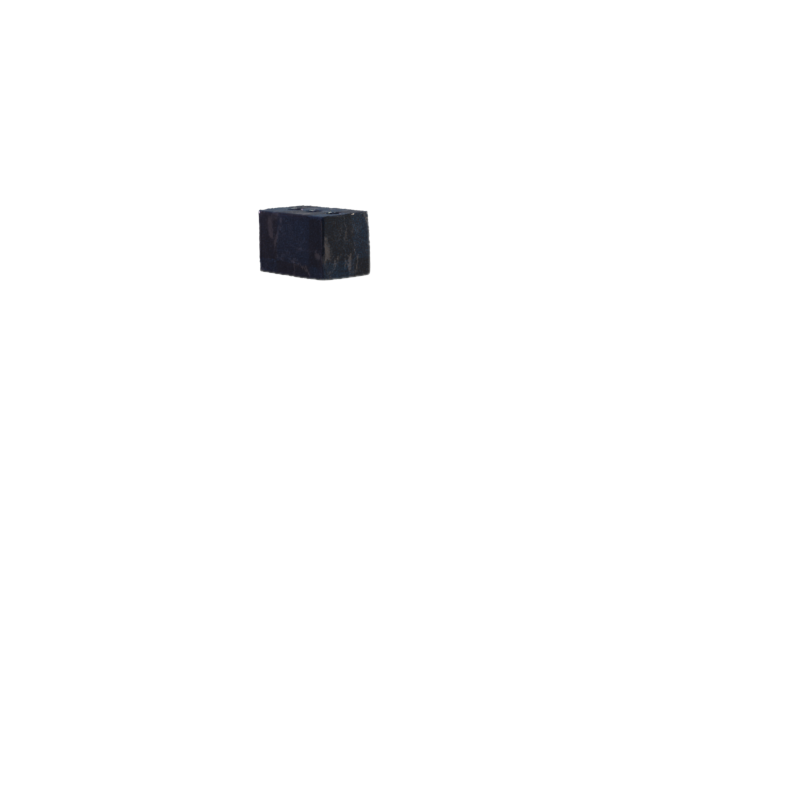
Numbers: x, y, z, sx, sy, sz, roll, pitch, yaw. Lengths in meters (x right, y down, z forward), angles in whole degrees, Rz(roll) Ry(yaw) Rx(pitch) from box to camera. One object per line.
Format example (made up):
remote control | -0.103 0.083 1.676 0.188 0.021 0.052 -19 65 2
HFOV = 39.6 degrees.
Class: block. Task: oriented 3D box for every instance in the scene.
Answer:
block | -0.069 -0.126 0.885 0.082 0.050 0.051 12 16 42
